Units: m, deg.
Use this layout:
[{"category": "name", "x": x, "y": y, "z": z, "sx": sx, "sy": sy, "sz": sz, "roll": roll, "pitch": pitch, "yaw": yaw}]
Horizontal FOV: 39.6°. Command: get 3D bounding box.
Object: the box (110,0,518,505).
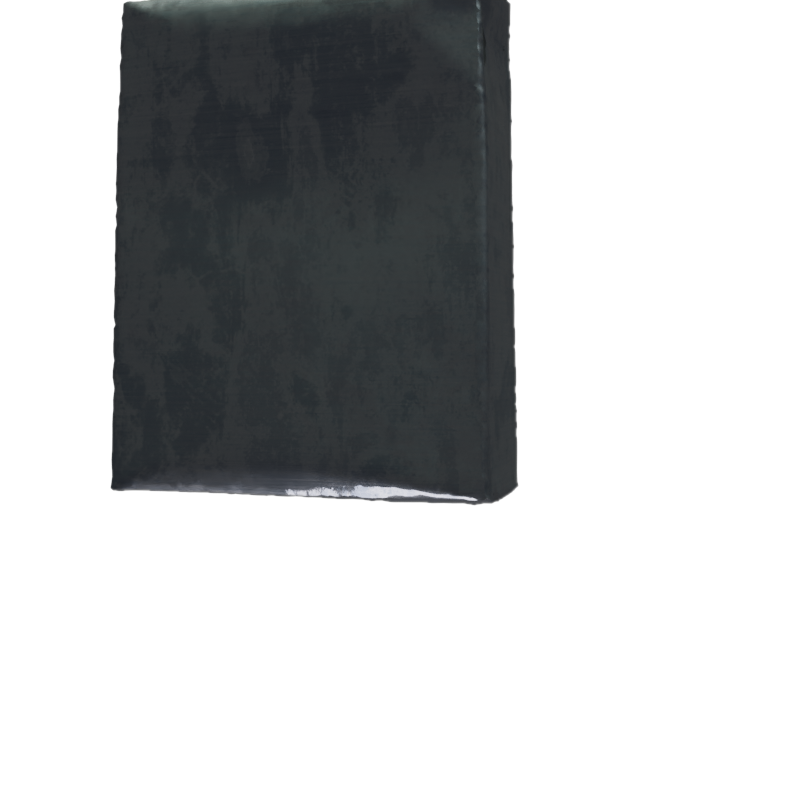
[{"category": "box", "x": -0.037, "y": -0.068, "z": 0.475, "sx": 0.168, "sy": 0.216, "sz": 0.069, "roll": -1, "pitch": -4, "yaw": 18}]
